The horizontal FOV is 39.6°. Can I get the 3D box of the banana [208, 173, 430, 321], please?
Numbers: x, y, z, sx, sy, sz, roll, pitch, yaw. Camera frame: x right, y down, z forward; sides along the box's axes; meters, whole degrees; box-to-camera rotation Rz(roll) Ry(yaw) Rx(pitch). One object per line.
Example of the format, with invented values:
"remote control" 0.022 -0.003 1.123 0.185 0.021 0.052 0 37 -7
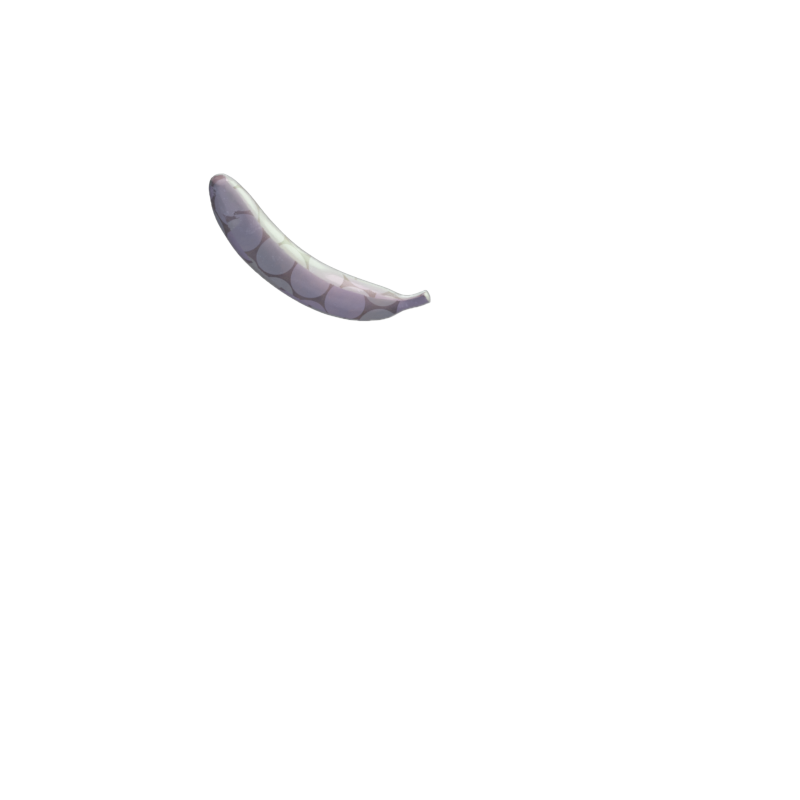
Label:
"banana" -0.074 -0.108 0.863 0.190 0.068 0.039 27 32 -19
